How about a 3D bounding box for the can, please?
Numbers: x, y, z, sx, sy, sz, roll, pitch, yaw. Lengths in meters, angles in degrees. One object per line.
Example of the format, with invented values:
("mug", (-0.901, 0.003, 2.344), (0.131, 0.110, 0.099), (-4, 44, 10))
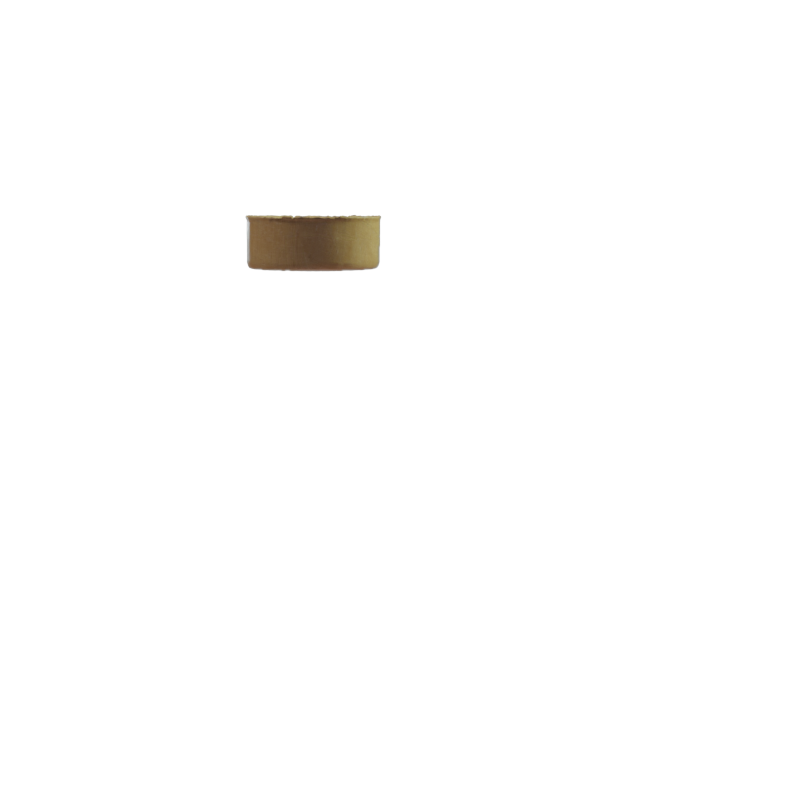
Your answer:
("can", (-0.055, -0.100, 0.703), (0.086, 0.033, 0.087), (0, 9, -2))
